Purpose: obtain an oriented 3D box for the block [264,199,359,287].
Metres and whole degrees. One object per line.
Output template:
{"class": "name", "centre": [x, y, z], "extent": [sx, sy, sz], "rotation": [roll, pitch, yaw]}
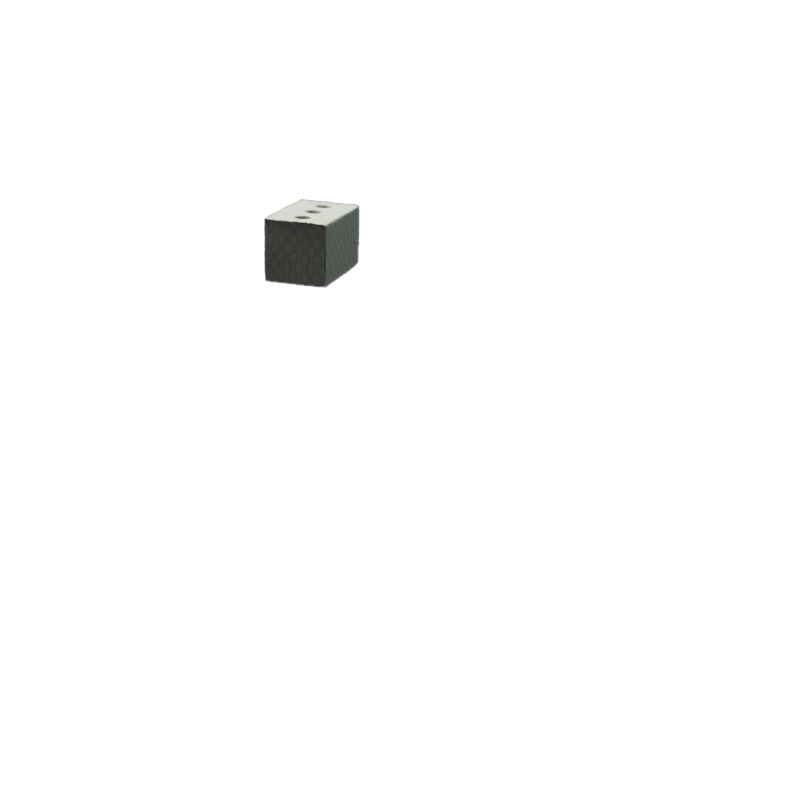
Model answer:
{"class": "block", "centre": [-0.069, -0.125, 0.878], "extent": [0.054, 0.049, 0.079], "rotation": [6, 21, 17]}
